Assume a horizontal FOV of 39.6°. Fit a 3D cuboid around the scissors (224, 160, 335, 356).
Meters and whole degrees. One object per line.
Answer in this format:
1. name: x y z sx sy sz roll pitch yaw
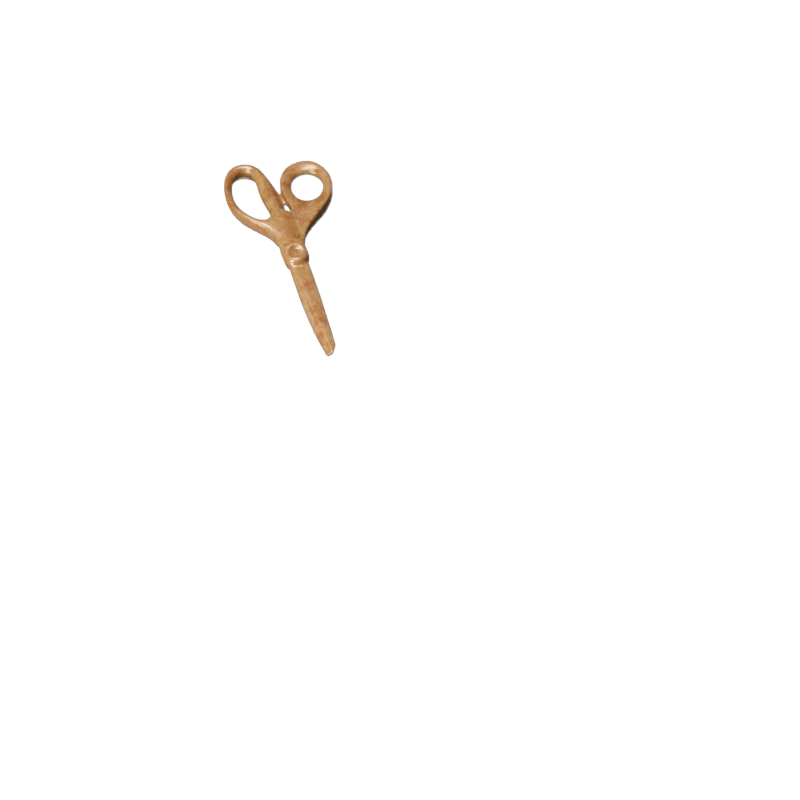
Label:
1. scissors: -0.068 -0.123 0.863 0.096 0.217 0.015 -26 -35 -19
